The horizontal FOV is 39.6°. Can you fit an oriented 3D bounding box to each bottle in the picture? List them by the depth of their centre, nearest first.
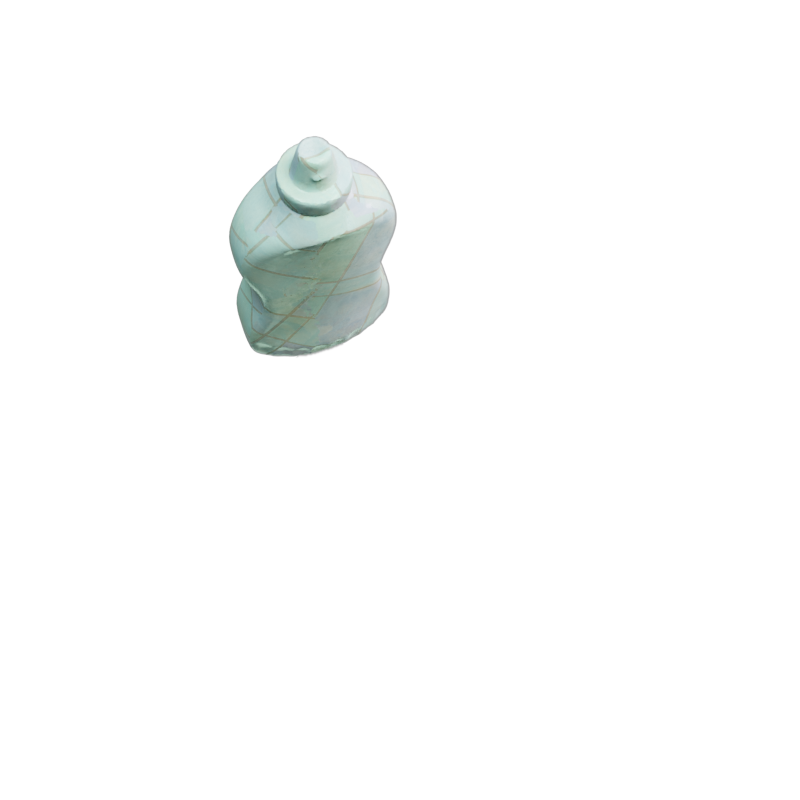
[{"bbox_3d":[-0.050,-0.092,0.644,0.095,0.062,0.181,-16,-22,-11],"label":"bottle"}]
